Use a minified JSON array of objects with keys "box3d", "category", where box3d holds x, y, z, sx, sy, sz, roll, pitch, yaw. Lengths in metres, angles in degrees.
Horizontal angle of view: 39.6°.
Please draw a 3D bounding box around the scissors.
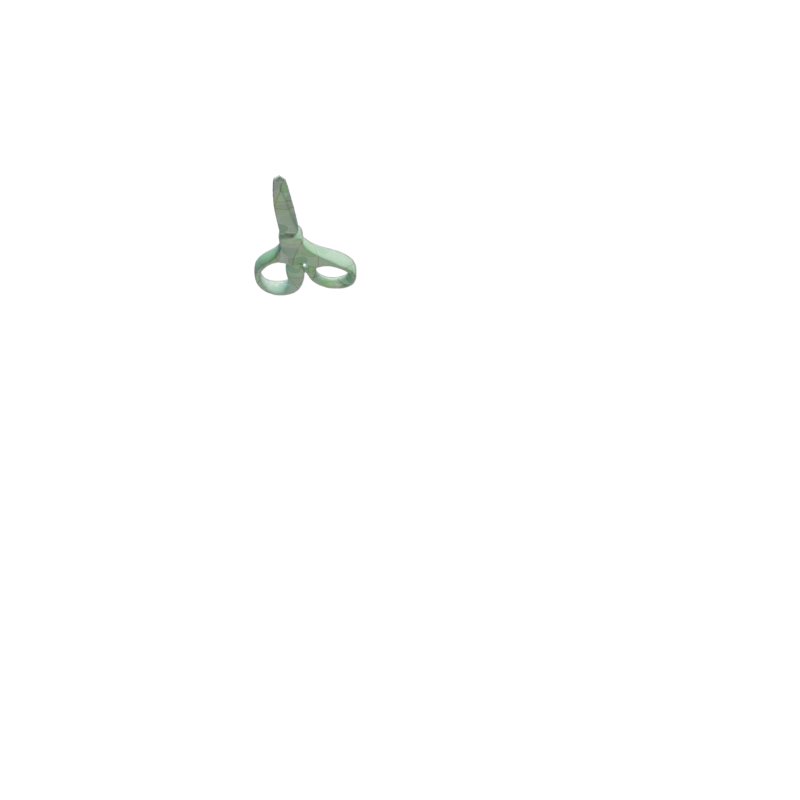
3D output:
[{"box3d":[-0.070,-0.127,0.891,0.094,0.017,0.195,5,-19,-14],"category":"scissors"}]
